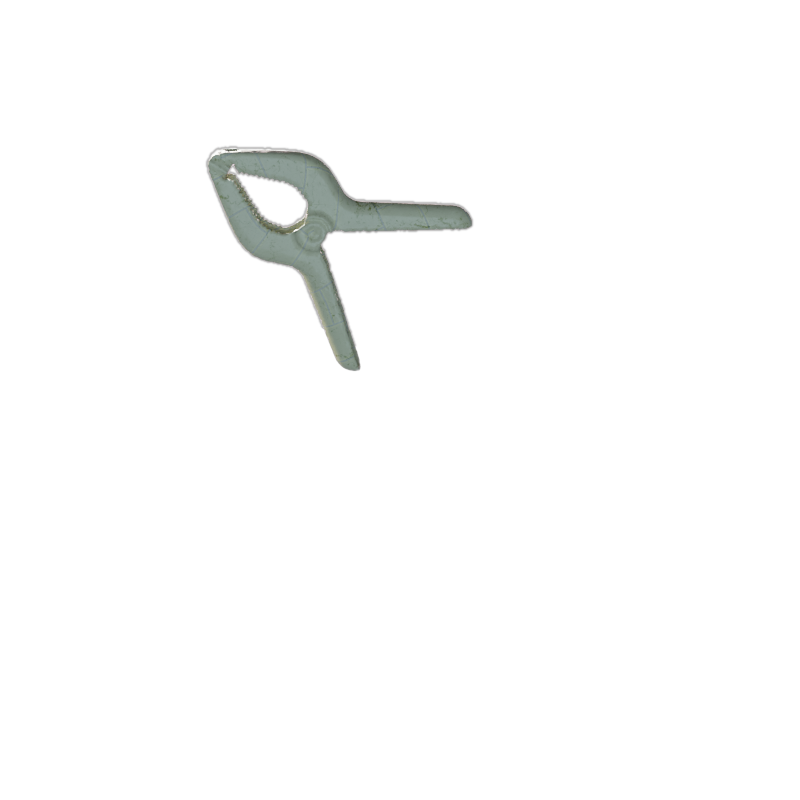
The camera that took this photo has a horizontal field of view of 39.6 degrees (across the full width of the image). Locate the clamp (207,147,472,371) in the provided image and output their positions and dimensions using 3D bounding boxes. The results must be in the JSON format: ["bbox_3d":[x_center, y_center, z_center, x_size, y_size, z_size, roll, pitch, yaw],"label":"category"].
[{"bbox_3d":[-0.070,-0.128,0.895,0.206,0.161,0.038,28,13,-7],"label":"clamp"}]
